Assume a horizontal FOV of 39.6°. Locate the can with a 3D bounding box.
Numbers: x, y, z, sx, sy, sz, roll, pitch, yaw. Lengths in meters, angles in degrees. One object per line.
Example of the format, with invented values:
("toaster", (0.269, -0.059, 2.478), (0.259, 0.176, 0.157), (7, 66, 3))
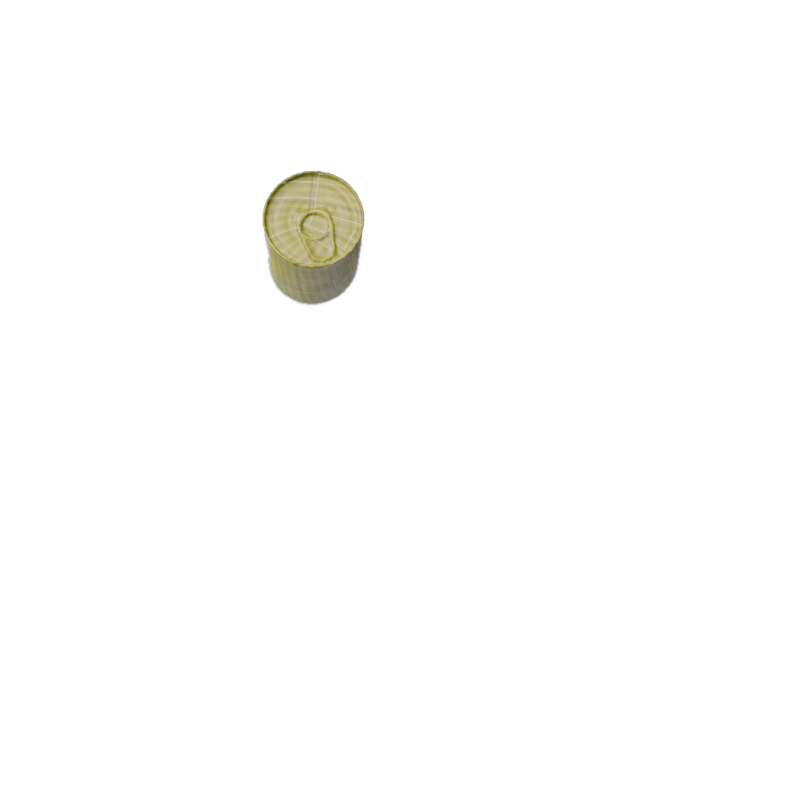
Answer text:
("can", (-0.061, -0.112, 0.784), (0.068, 0.071, 0.099), (0, -13, -3))
